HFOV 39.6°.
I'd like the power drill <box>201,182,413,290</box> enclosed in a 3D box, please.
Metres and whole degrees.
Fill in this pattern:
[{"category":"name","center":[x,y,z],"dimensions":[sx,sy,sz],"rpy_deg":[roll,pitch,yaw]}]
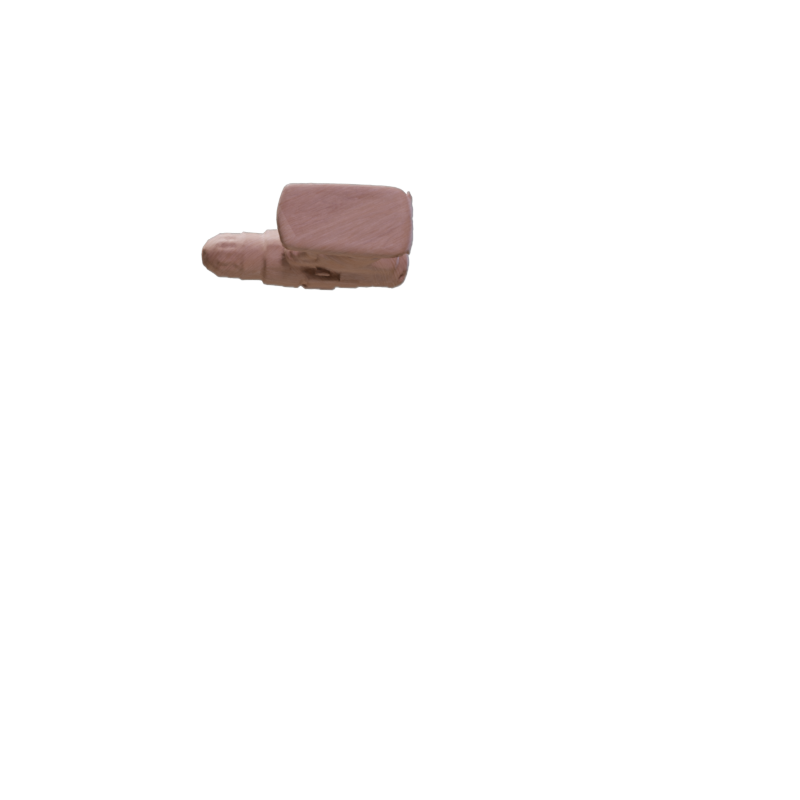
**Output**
[{"category":"power drill","center":[-0.072,-0.132,0.922],"dimensions":[0.183,0.058,0.186],"rpy_deg":[0,-4,-8]}]
